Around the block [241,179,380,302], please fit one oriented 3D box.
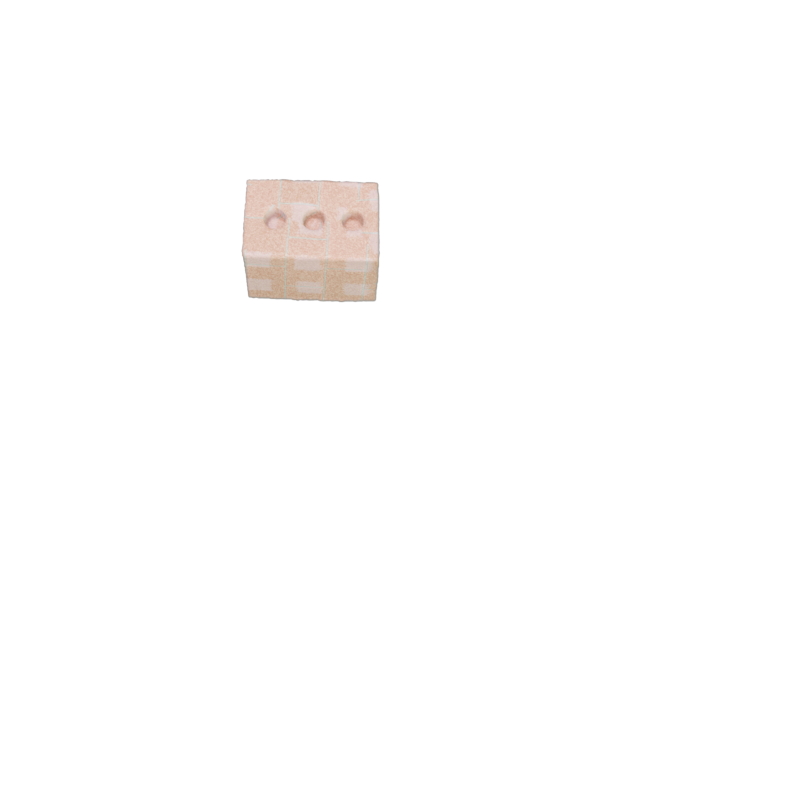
[{"bbox_3d":[-0.050,-0.091,0.640,0.078,0.056,0.048,1,-28,-1],"label":"block"}]
